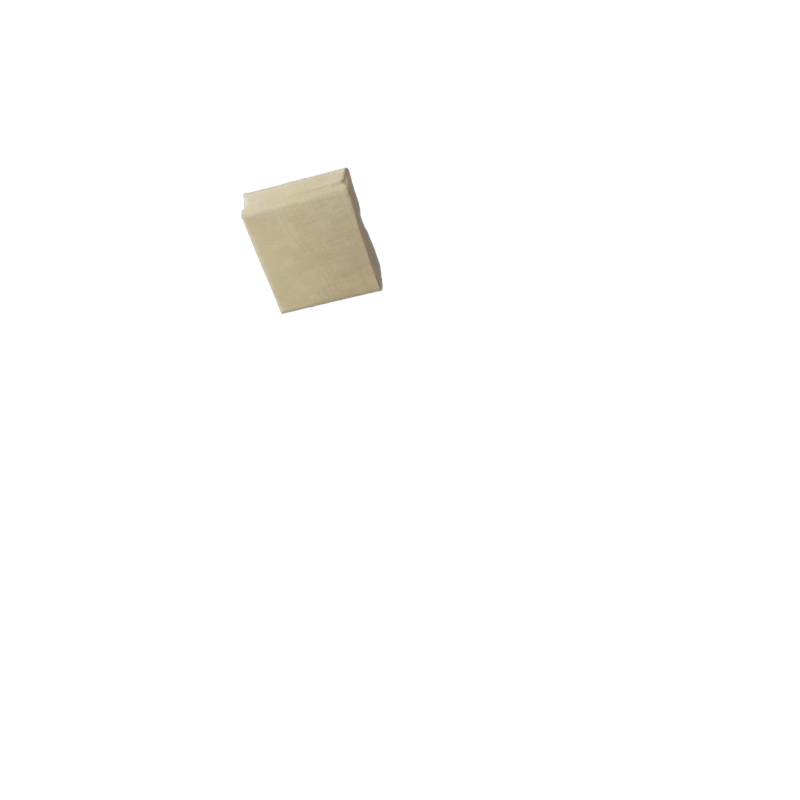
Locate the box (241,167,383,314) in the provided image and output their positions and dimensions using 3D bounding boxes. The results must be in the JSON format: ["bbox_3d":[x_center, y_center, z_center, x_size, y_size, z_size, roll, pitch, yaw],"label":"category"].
[{"bbox_3d":[-0.058,-0.106,0.742,0.073,0.083,0.032,-13,37,9],"label":"box"}]
